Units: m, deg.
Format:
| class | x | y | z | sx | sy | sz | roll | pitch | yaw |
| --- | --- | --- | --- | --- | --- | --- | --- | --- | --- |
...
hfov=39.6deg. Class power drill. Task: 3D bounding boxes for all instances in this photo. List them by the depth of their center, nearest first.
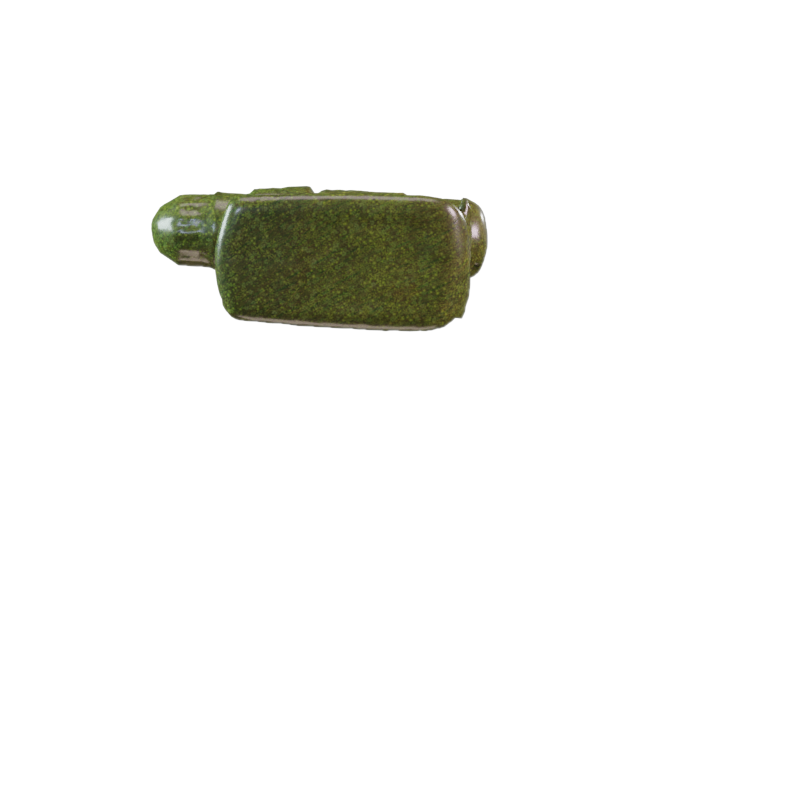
| class | x | y | z | sx | sy | sz | roll | pitch | yaw |
| --- | --- | --- | --- | --- | --- | --- | --- | --- | --- |
| power drill | -0.043 | -0.078 | 0.544 | 0.185 | 0.056 | 0.192 | 0 | 13 | 0 |
